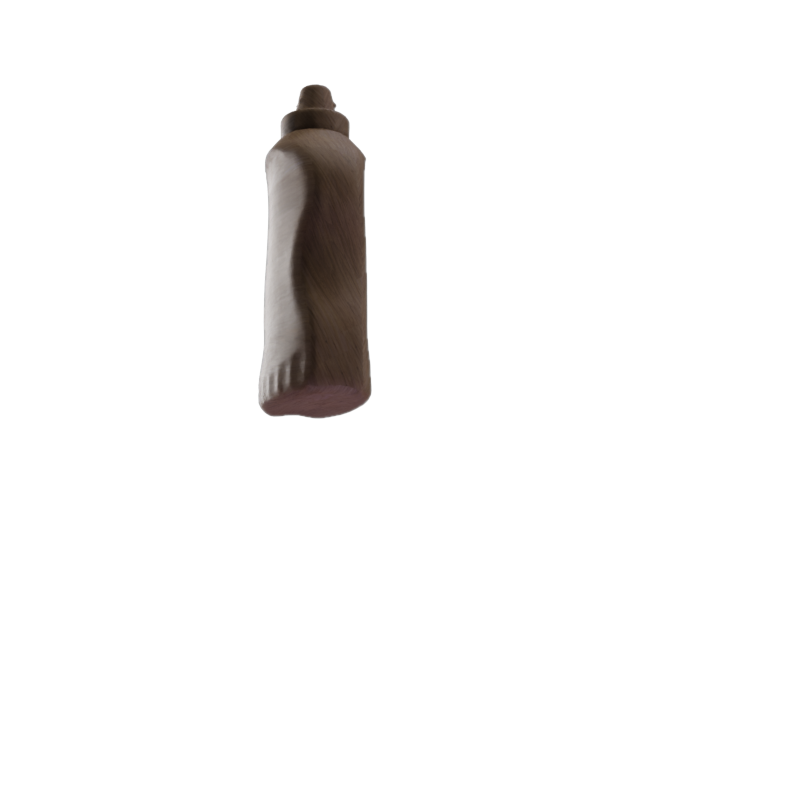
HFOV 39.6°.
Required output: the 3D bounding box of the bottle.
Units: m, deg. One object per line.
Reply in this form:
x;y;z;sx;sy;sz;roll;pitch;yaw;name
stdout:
-0.049;-0.091;0.636;0.057;0.200;0.094;4;-17;-16;bottle
